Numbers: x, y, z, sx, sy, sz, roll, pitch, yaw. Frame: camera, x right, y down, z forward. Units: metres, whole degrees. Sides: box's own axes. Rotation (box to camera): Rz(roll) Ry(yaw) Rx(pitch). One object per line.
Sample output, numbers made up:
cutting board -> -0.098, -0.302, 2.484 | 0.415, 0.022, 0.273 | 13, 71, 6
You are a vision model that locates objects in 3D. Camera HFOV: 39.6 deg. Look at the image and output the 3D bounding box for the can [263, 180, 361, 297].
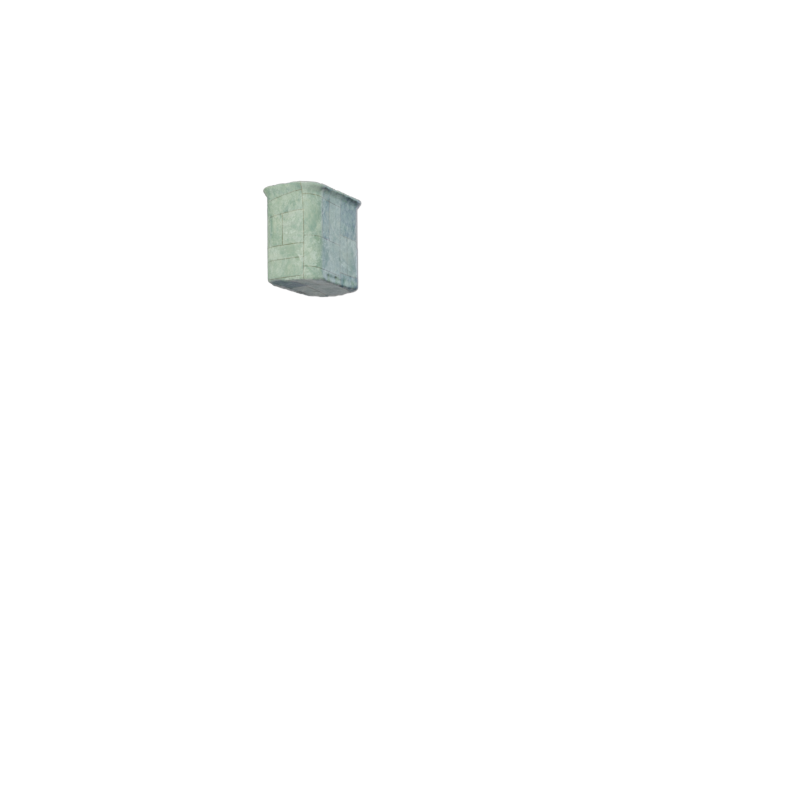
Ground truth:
can -> -0.076, -0.139, 0.973 | 0.059, 0.086, 0.097 | -5, -9, 27
